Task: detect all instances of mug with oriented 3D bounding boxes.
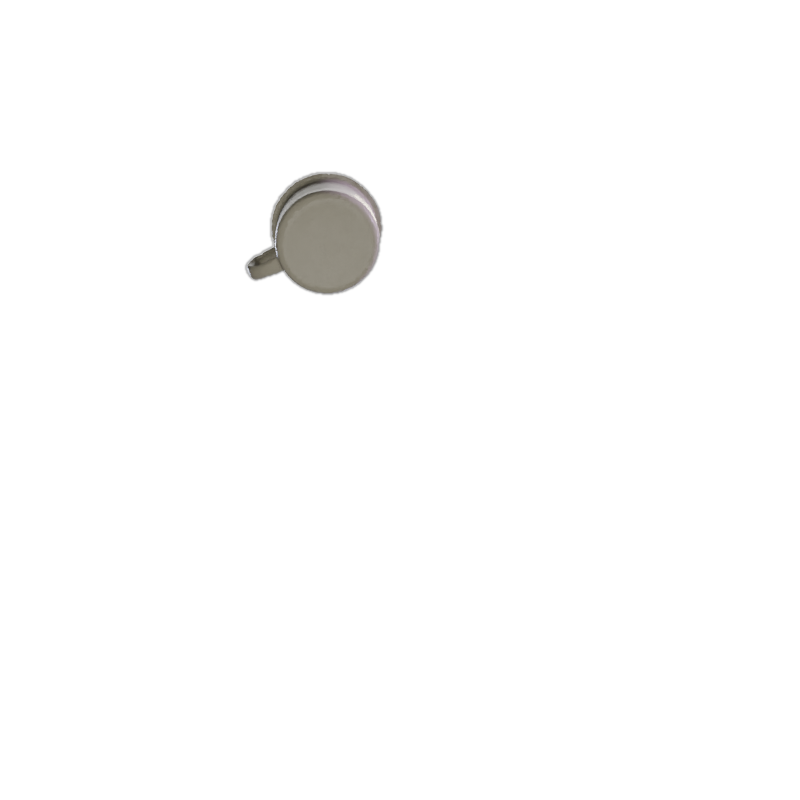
[{"bbox_3d":[-0.070,-0.127,0.889,0.117,0.091,0.084,-23,13,3],"label":"mug"}]
